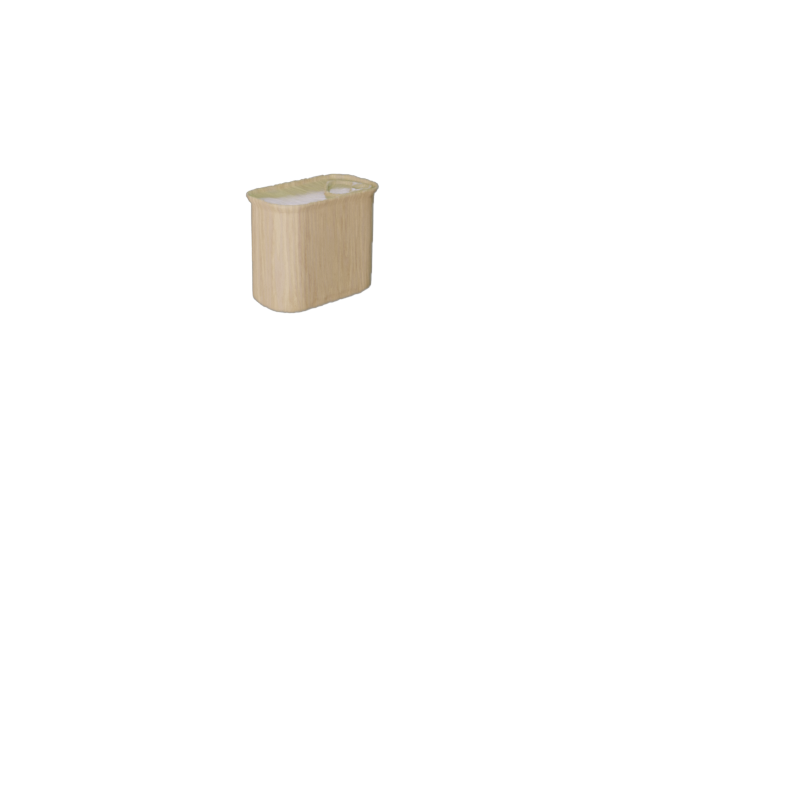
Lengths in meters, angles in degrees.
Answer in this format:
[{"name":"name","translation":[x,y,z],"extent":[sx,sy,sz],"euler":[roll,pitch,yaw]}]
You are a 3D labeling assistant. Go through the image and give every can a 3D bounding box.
[{"name":"can","translation":[-0.066,-0.120,0.837],"extent":[0.100,0.080,0.061],"euler":[-19,29,-40]}]
